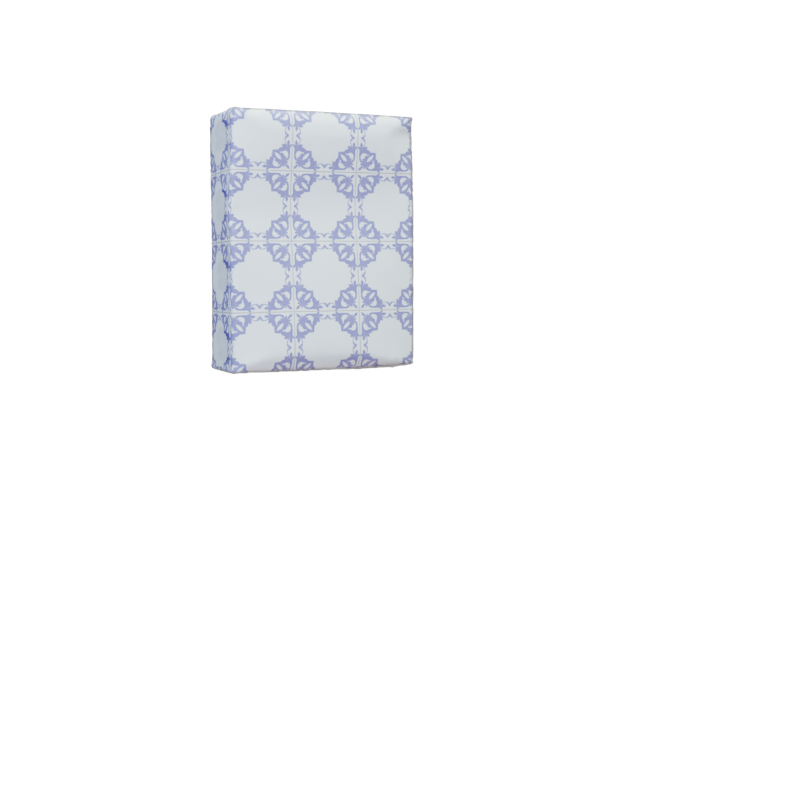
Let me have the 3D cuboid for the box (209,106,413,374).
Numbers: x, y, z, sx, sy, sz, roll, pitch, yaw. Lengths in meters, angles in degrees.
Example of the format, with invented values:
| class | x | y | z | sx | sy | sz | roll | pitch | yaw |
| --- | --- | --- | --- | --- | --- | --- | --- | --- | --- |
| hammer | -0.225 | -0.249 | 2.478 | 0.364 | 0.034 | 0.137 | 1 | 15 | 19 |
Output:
| class | x | y | z | sx | sy | sz | roll | pitch | yaw |
| --- | --- | --- | --- | --- | --- | --- | --- | --- | --- |
| box | -0.073 | -0.133 | 0.928 | 0.160 | 0.214 | 0.074 | -1 | 0 | -23 |
